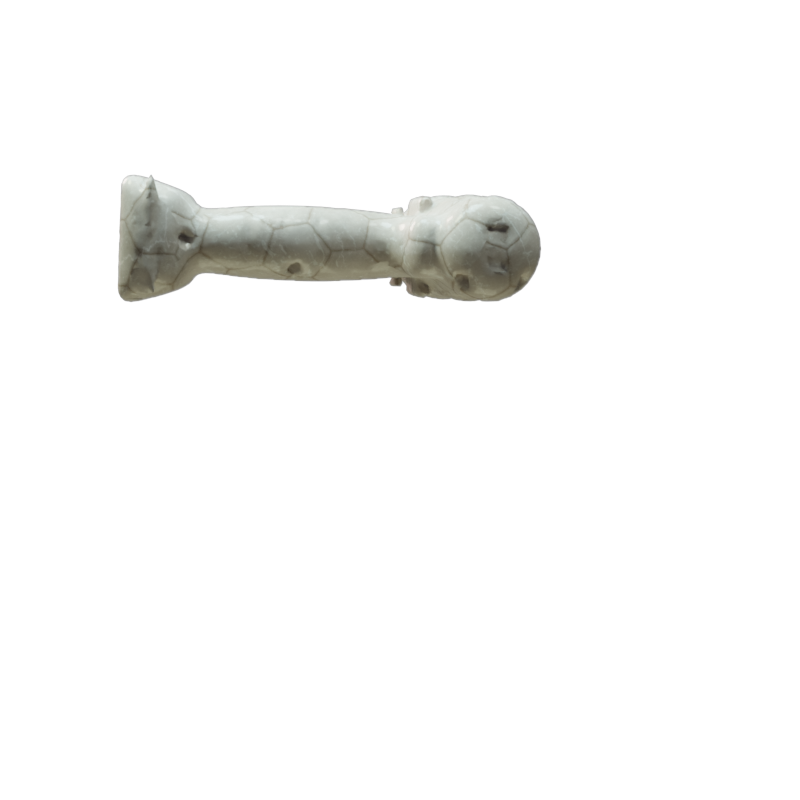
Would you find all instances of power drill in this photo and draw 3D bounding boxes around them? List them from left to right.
[{"bbox_3d":[-0.043,-0.078,0.546,0.185,0.057,0.187,-1,6,-9],"label":"power drill"}]
